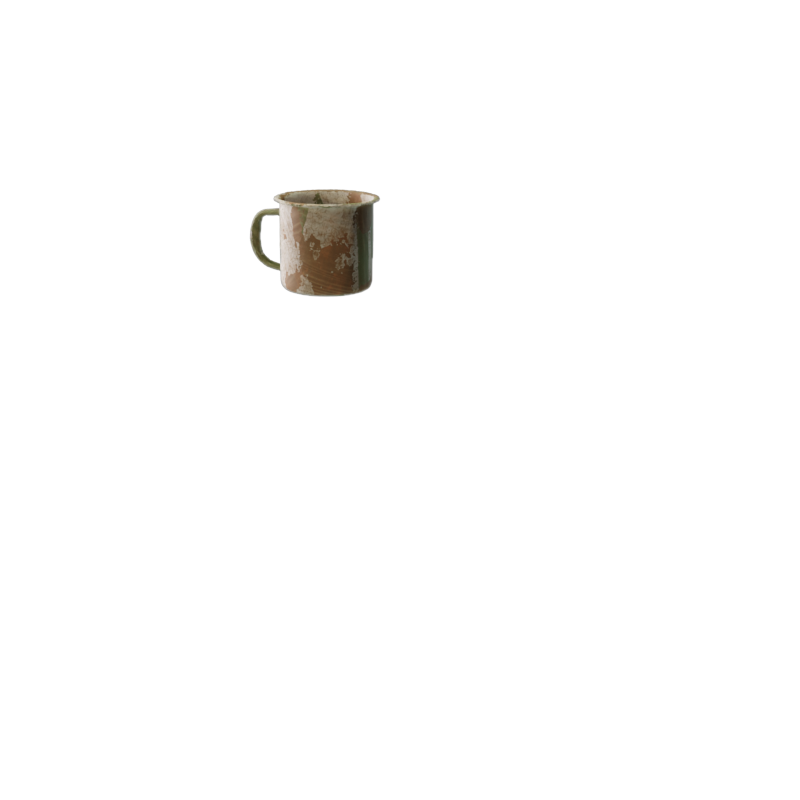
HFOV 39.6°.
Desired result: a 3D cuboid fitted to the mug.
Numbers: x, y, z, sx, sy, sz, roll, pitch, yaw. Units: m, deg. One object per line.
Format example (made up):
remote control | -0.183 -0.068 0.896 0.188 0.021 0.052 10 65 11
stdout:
mug | -0.076 -0.139 0.975 0.119 0.079 0.094 4 16 12
